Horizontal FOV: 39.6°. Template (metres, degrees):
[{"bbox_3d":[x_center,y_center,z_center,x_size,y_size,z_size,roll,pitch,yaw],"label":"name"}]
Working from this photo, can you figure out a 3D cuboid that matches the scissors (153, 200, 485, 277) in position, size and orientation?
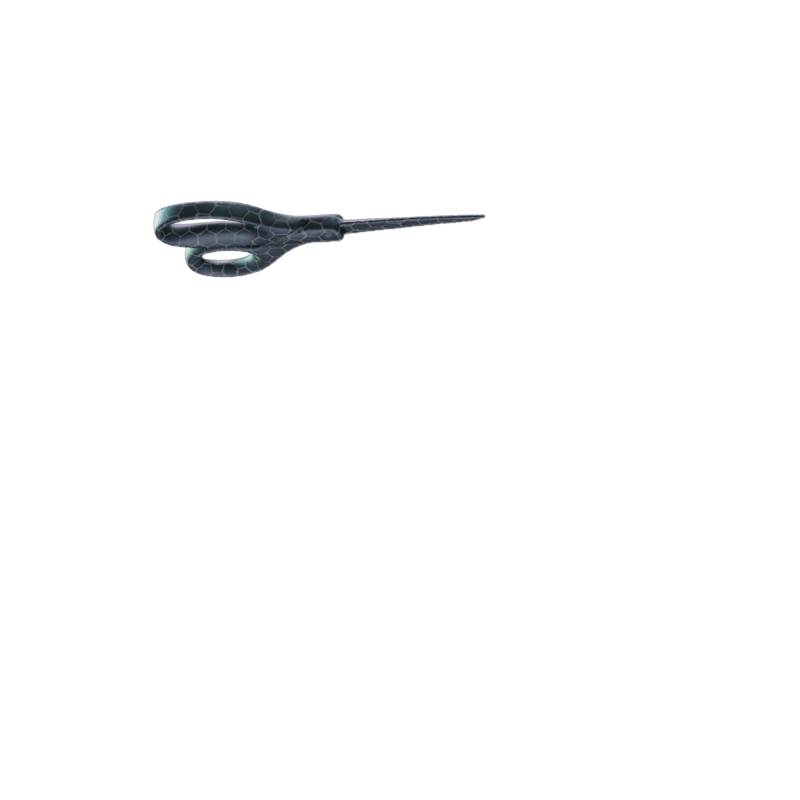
[{"bbox_3d":[-0.055,-0.101,0.707,0.200,0.017,0.092,2,-20,-7],"label":"scissors"}]
